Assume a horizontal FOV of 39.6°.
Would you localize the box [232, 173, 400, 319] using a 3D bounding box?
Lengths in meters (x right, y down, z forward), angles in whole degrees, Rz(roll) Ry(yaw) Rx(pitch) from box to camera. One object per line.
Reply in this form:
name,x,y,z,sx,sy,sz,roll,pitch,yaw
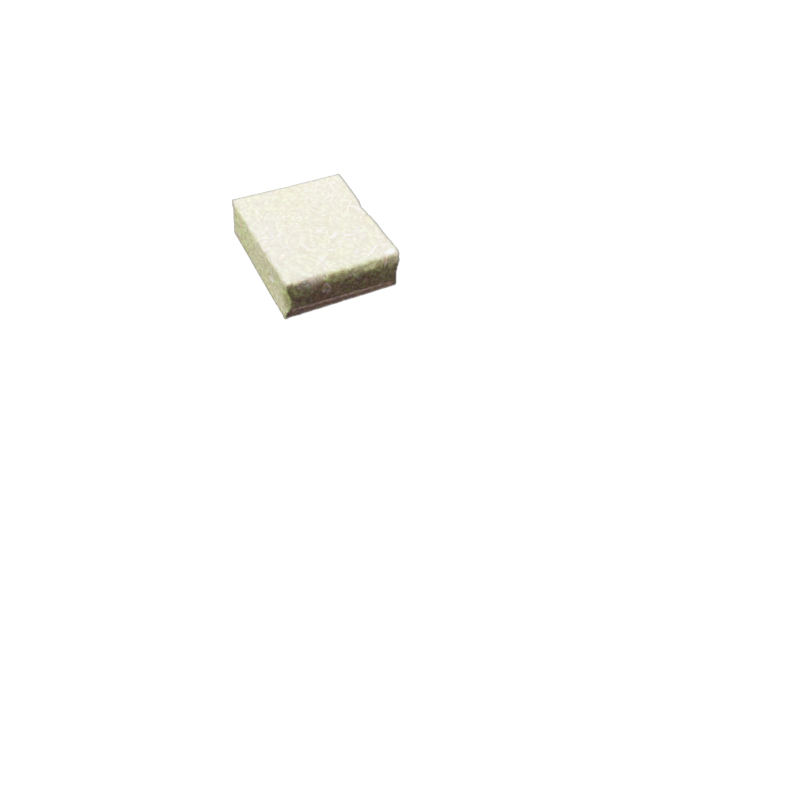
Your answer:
box,-0.052,-0.095,0.667,0.072,0.028,0.097,-17,46,-18
